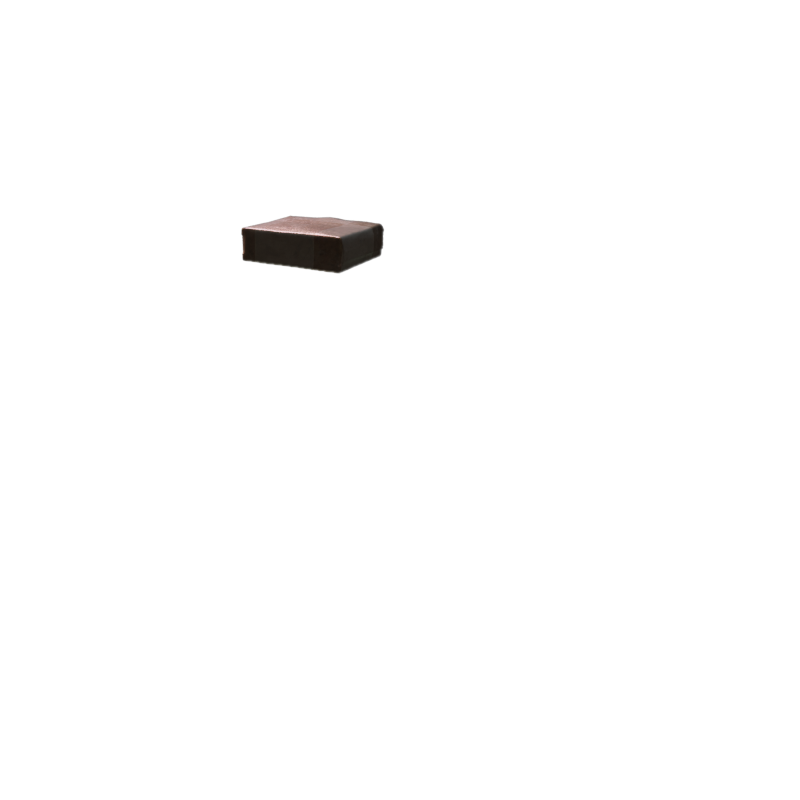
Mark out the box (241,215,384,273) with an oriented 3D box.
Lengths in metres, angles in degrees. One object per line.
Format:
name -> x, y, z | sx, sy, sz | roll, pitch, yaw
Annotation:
box -> -0.068, -0.124, 0.868 | 0.093, 0.029, 0.073 | 9, 19, 27
